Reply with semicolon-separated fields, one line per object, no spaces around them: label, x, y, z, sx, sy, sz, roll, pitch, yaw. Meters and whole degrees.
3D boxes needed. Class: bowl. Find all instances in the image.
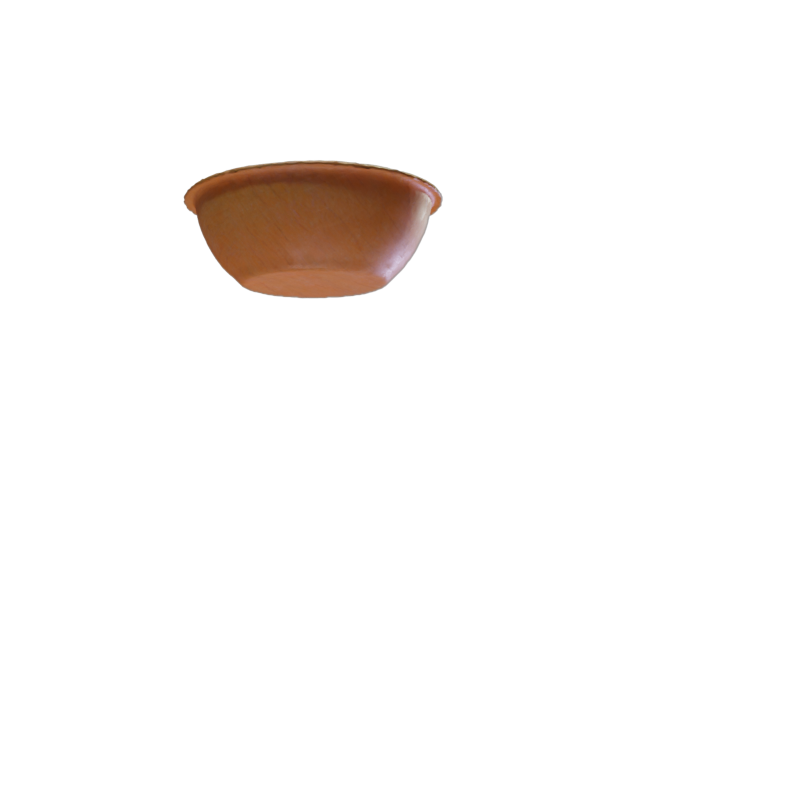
bowl;-0.054;-0.098;0.689;0.162;0.056;0.158;0;-7;-2
